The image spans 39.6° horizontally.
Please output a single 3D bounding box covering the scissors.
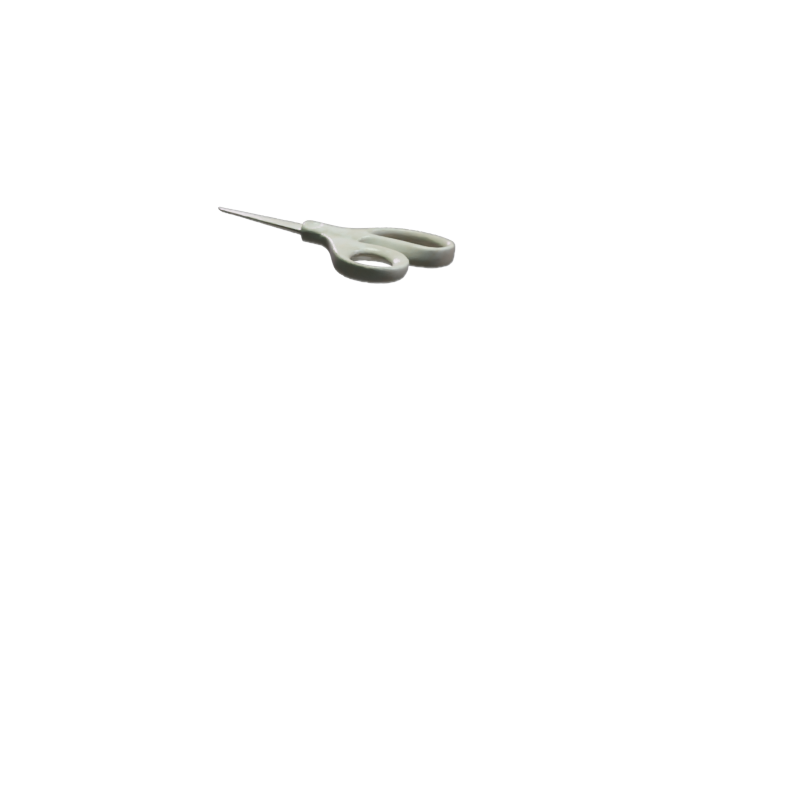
[{"bbox_3d":[-0.063,-0.114,0.799,0.208,0.015,0.098,10,27,20],"label":"scissors"}]
